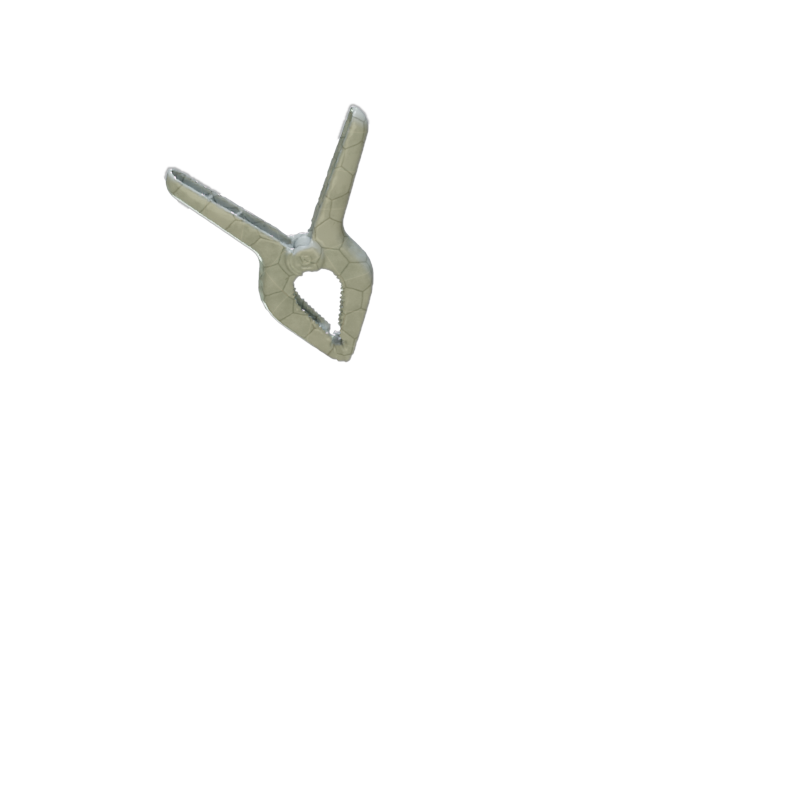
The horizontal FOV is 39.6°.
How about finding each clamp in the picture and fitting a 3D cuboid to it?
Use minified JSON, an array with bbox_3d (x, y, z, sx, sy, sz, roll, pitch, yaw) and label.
[{"bbox_3d":[-0.070,-0.127,0.890,0.165,0.198,0.038,-23,23,10],"label":"clamp"}]
